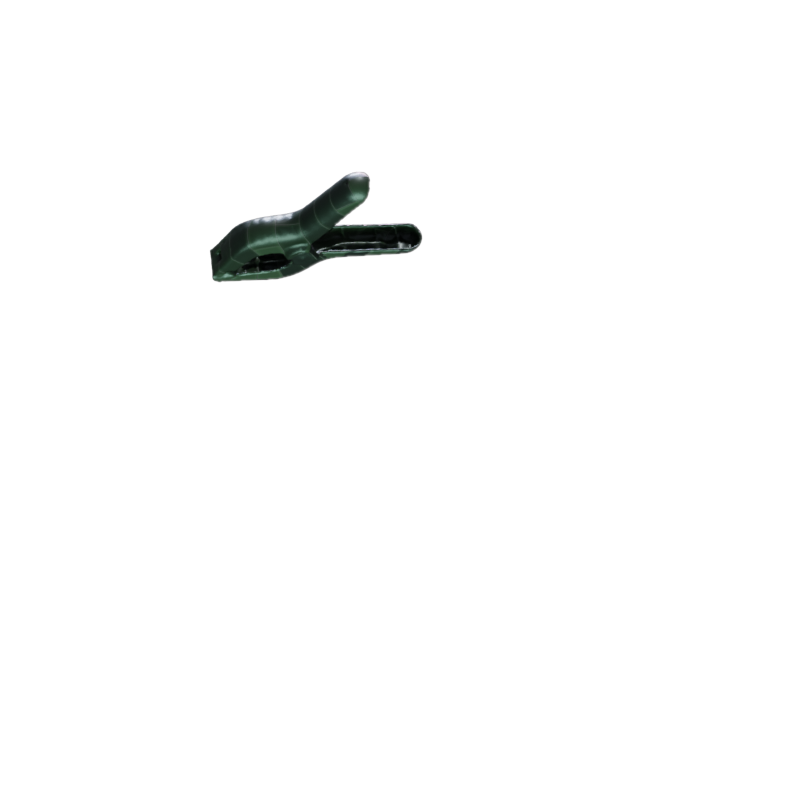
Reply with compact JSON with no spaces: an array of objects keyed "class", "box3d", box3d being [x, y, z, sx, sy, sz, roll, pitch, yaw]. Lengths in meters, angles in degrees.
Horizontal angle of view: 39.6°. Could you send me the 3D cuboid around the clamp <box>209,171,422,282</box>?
[{"class":"clamp","box3d":[-0.070,-0.127,0.892,0.174,0.042,0.112,-15,-28,29]}]
